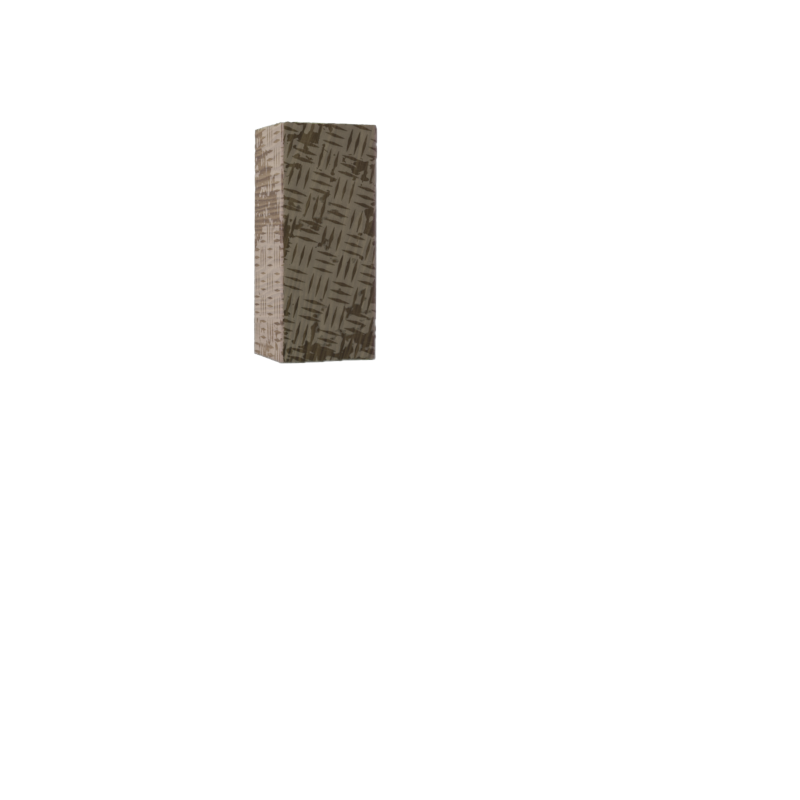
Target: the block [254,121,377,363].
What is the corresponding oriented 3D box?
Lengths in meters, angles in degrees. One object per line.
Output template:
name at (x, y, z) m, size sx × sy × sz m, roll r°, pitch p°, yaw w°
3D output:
block at (-0.077, -0.142, 0.993) m, size 0.088 × 0.206 × 0.093 m, roll -1°, pitch 2°, yaw -22°
